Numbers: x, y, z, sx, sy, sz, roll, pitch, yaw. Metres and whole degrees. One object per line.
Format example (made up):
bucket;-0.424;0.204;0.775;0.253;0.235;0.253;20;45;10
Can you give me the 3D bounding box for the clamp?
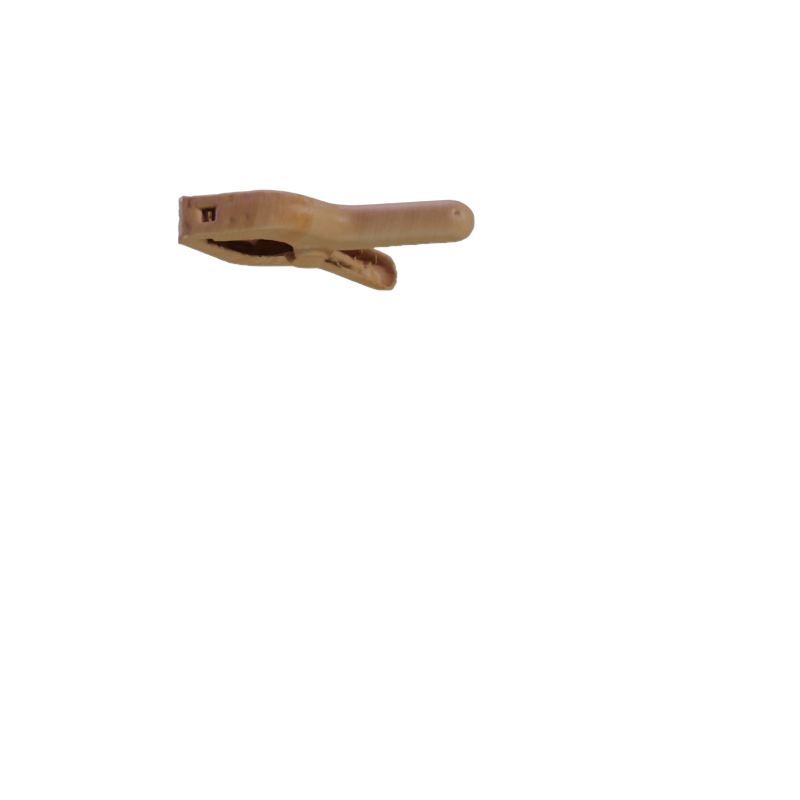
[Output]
clamp;-0.053;-0.097;0.679;0.168;0.041;0.116;5;-21;-13
